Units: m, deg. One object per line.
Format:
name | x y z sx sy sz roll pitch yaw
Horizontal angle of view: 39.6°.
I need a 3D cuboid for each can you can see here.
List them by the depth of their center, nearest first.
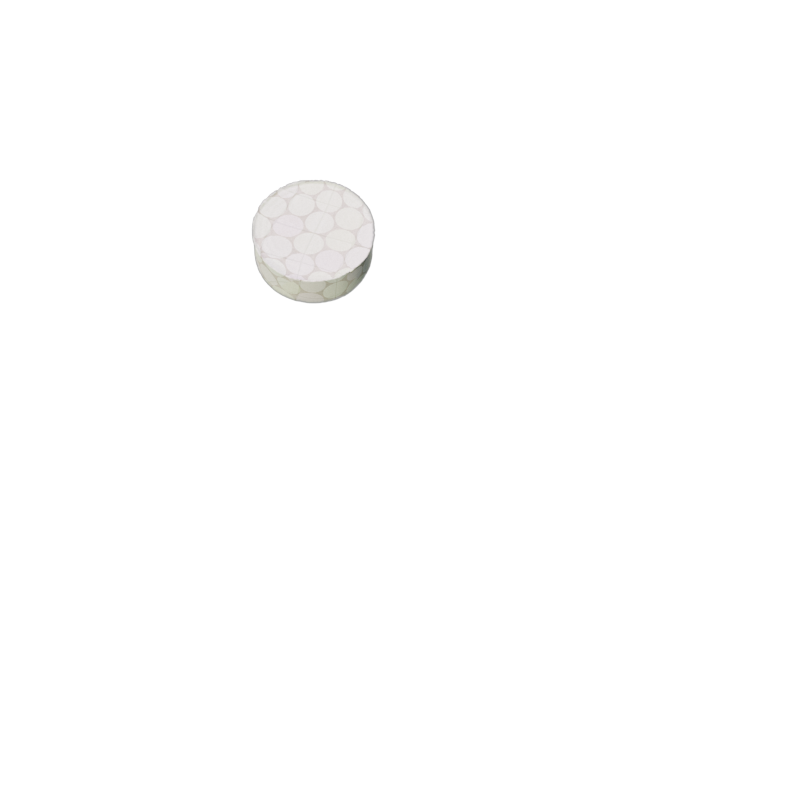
can | -0.061 -0.112 0.782 0.086 0.092 0.031 -1 -31 -1
